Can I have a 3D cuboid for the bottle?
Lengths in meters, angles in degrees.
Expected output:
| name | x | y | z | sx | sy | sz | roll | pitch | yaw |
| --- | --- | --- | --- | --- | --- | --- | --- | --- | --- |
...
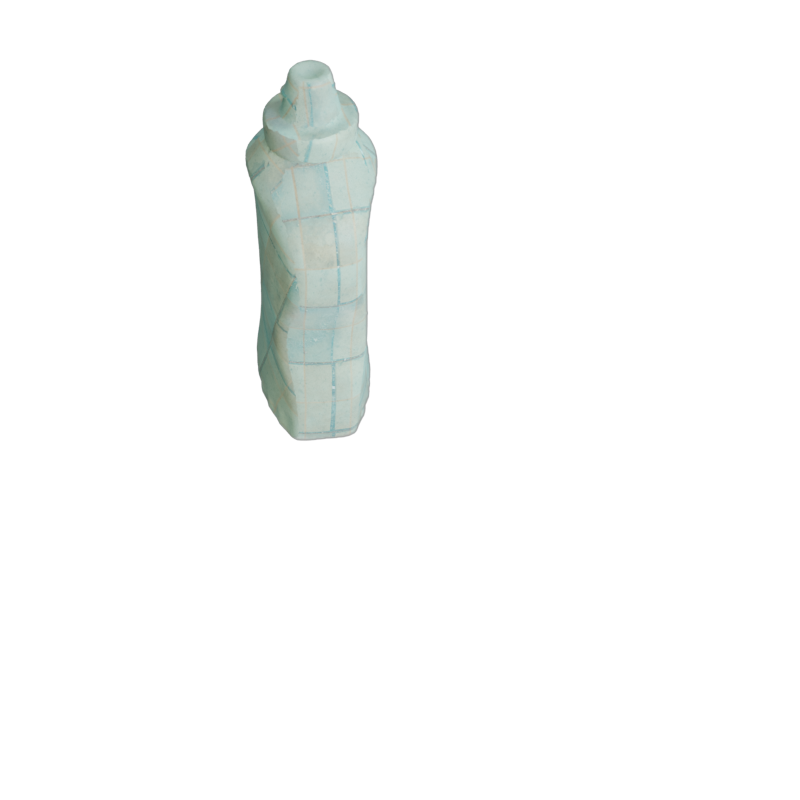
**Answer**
| name | x | y | z | sx | sy | sz | roll | pitch | yaw |
| --- | --- | --- | --- | --- | --- | --- | --- | --- | --- |
| bottle | -0.041 | -0.074 | 0.519 | 0.058 | 0.104 | 0.179 | -4 | -43 | -7 |
